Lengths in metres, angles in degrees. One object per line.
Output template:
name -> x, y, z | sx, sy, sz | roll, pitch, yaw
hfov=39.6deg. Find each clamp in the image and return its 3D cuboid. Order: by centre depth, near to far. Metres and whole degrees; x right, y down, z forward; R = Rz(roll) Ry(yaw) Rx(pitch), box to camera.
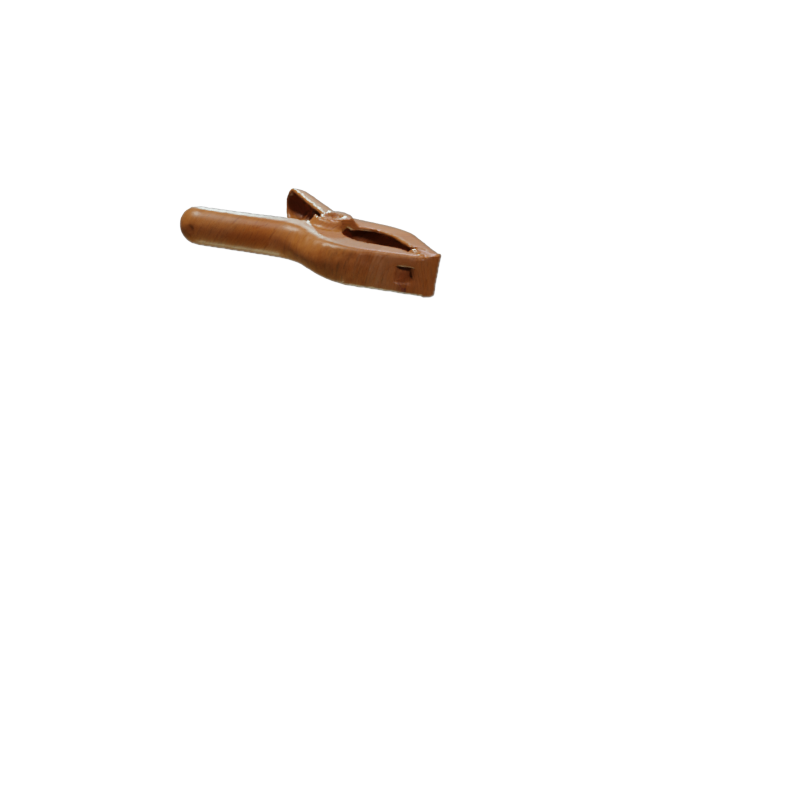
clamp -> -0.056, -0.102, 0.714 | 0.118, 0.037, 0.182 | -22, 33, -38
